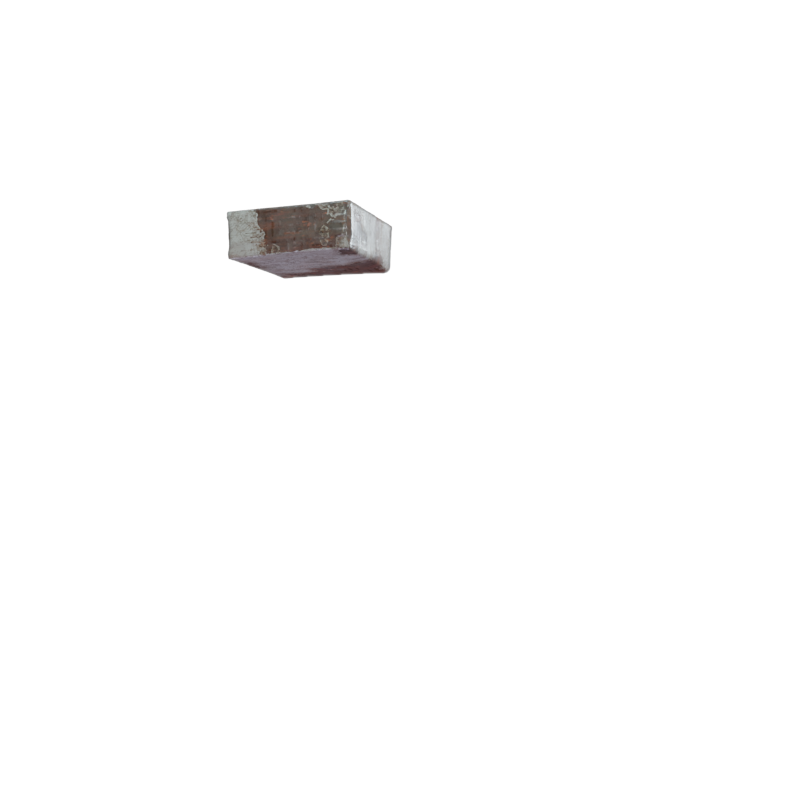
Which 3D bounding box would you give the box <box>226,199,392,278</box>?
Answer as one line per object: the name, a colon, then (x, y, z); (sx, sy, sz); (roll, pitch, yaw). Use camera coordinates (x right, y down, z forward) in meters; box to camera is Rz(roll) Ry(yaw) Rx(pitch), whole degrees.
box: (-0.062, -0.114, 0.796); (0.092, 0.040, 0.109); (-1, -4, 16)
